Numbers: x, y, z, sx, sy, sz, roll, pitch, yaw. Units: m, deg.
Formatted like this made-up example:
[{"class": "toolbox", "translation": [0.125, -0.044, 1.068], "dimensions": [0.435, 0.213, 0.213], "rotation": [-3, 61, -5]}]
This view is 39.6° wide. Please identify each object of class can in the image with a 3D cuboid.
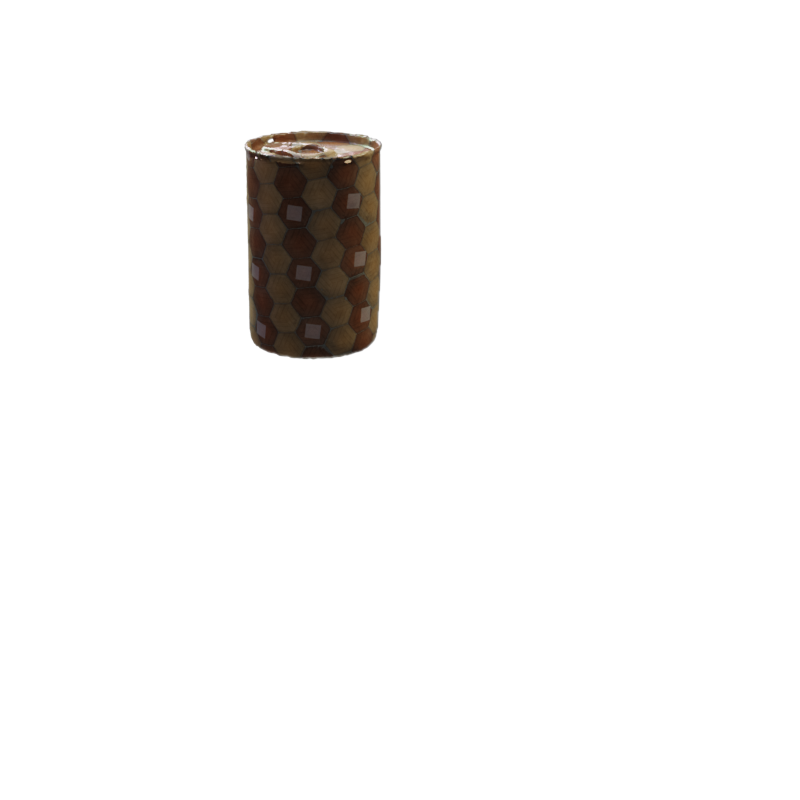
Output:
[{"class": "can", "translation": [-0.044, -0.080, 0.561], "dimensions": [0.068, 0.098, 0.072], "rotation": [0, 19, -2]}]
